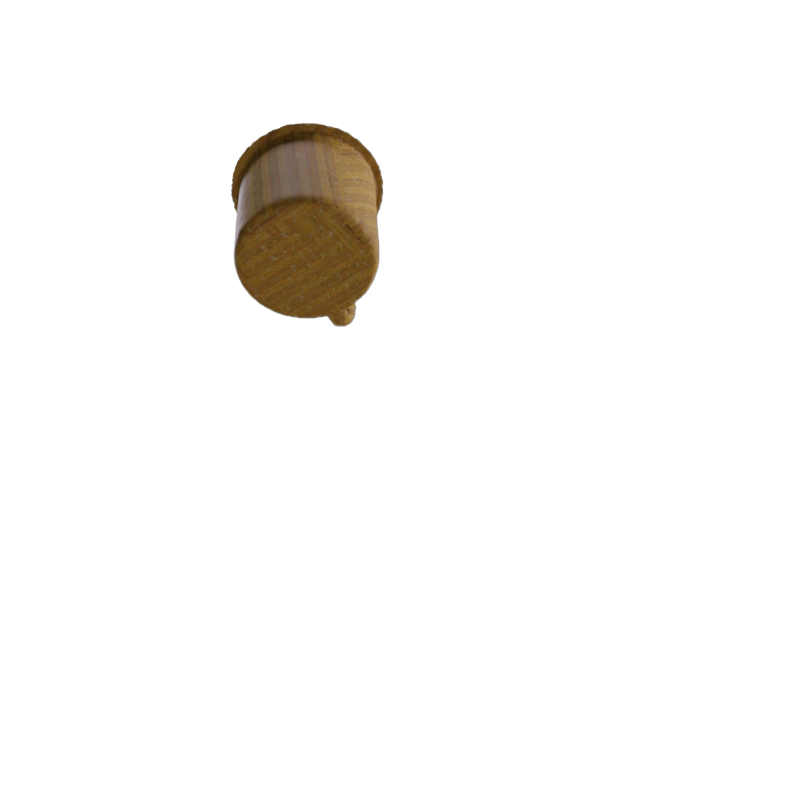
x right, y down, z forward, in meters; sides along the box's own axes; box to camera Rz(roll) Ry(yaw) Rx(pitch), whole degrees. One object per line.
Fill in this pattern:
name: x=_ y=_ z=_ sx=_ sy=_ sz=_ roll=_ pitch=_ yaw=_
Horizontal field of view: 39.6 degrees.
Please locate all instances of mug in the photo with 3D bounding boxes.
mug: x=-0.051 y=-0.093 z=0.650 sx=0.094 sy=0.109 sz=0.087 roll=-14 pitch=36 yaw=8
